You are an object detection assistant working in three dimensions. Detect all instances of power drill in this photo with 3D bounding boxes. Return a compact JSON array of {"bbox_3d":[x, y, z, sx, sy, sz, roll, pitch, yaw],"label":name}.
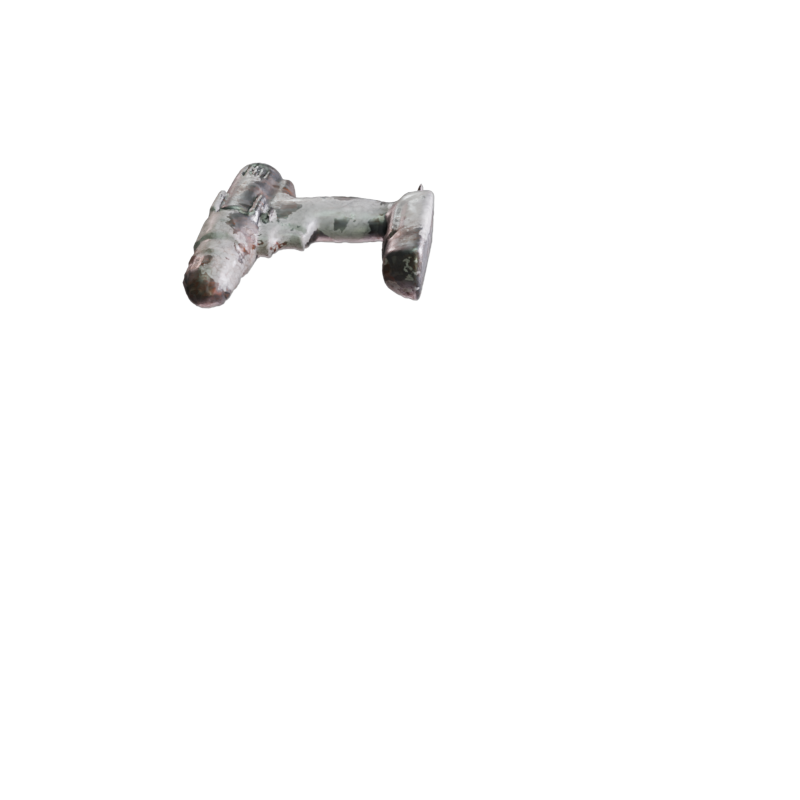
[{"bbox_3d":[-0.071,-0.130,0.909,0.190,0.054,0.195,7,41,8],"label":"power drill"}]
